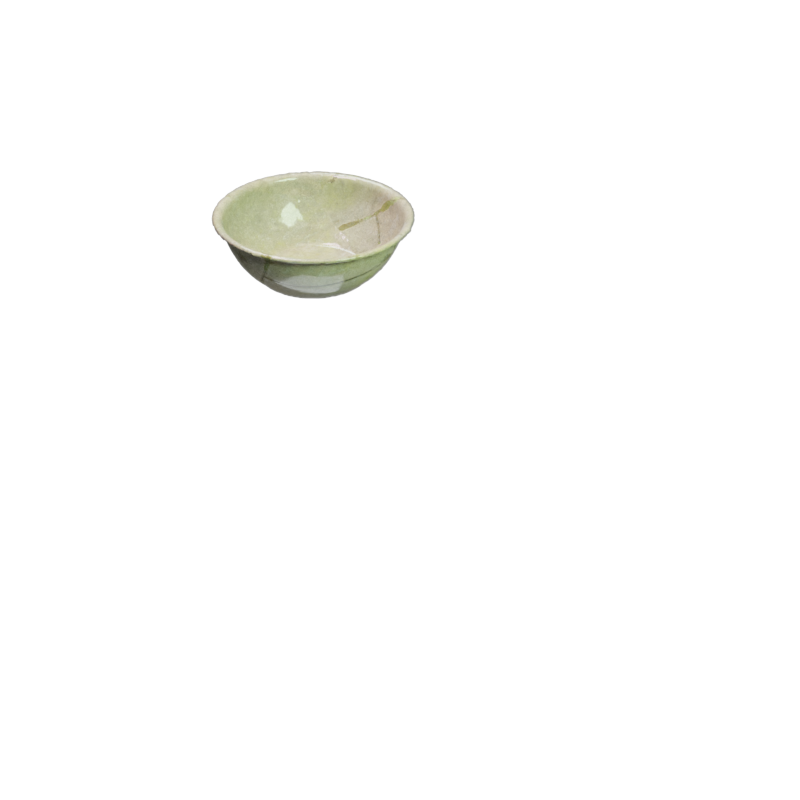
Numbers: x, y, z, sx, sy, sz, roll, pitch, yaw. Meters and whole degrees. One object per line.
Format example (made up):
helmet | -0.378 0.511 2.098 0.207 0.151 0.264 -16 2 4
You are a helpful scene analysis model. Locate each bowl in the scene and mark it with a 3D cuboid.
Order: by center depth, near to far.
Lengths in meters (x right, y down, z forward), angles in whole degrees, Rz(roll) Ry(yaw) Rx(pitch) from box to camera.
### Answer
bowl | -0.070 -0.128 0.897 0.162 0.052 0.173 -1 33 -2
